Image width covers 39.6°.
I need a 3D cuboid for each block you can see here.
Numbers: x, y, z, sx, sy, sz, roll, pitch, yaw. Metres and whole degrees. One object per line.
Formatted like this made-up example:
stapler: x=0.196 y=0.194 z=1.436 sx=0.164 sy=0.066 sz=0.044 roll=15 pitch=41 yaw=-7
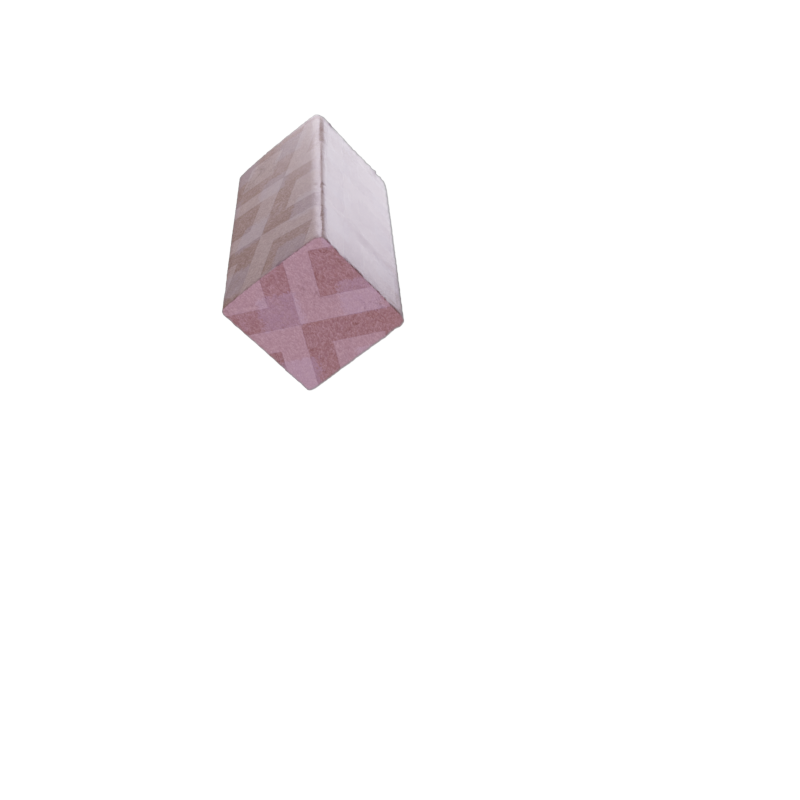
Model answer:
block: x=-0.064 y=-0.118 z=0.824 sx=0.089 sy=0.086 sz=0.220 roll=-36 pitch=29 yaw=19
